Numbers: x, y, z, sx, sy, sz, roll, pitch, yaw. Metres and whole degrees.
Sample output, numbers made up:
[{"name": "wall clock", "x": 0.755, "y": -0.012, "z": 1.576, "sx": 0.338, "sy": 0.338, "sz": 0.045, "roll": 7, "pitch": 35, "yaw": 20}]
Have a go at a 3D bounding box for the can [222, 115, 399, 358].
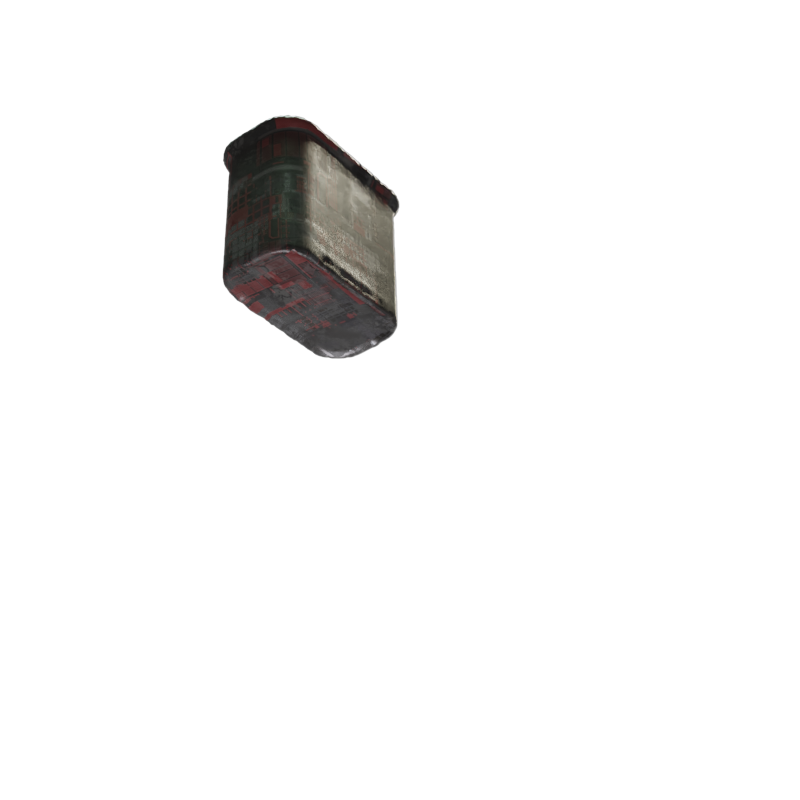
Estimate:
[{"name": "can", "x": -0.044, "y": -0.081, "z": 0.566, "sx": 0.058, "sy": 0.090, "sz": 0.095, "roll": -26, "pitch": -41, "yaw": 30}]
